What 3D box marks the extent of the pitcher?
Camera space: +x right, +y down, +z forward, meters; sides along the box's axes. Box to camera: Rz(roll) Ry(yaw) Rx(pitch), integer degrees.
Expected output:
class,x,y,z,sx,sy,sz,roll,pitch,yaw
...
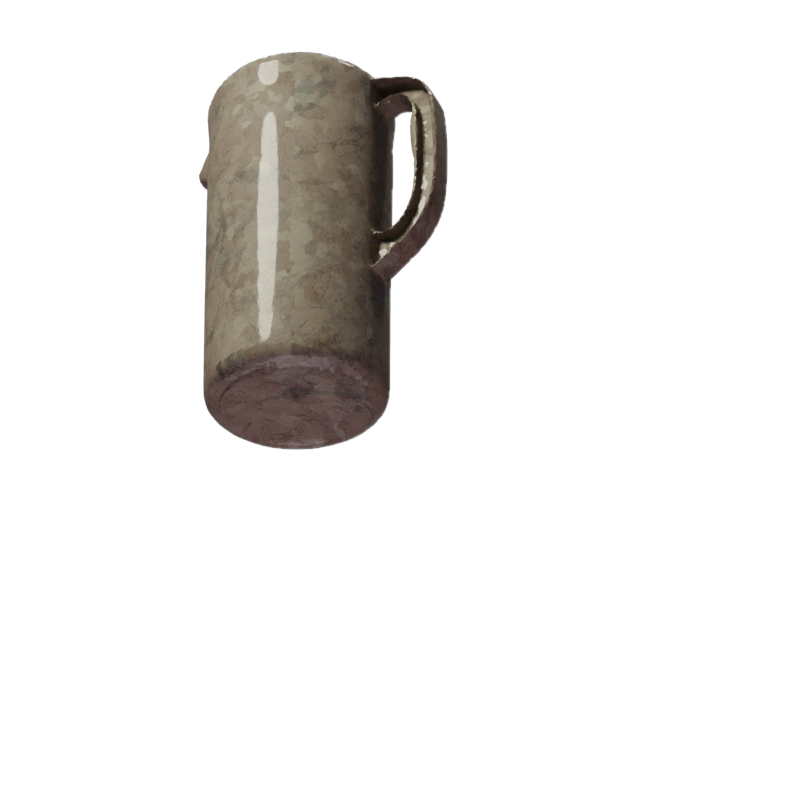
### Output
class,x,y,z,sx,sy,sz,roll,pitch,yaw
pitcher,-0.055,-0.101,0.705,0.142,0.260,0.142,9,-38,-15
